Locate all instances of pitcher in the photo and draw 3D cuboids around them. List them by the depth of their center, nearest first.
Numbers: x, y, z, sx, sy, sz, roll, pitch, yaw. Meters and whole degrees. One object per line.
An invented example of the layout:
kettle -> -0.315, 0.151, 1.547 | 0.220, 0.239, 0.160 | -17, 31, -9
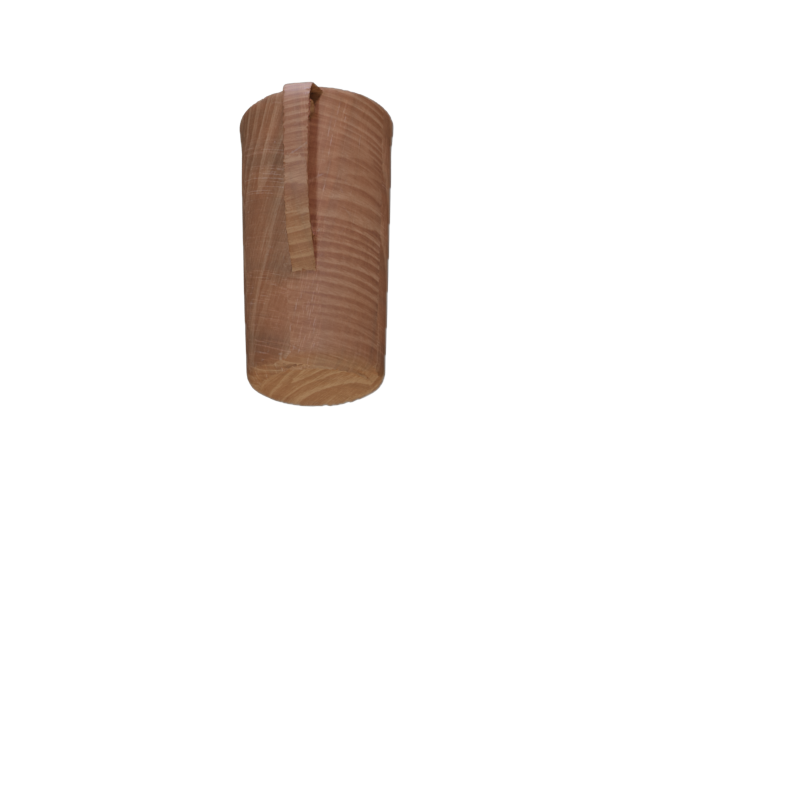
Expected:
pitcher -> -0.070, -0.129, 0.900 | 0.141, 0.257, 0.145 | 18, -31, -36
